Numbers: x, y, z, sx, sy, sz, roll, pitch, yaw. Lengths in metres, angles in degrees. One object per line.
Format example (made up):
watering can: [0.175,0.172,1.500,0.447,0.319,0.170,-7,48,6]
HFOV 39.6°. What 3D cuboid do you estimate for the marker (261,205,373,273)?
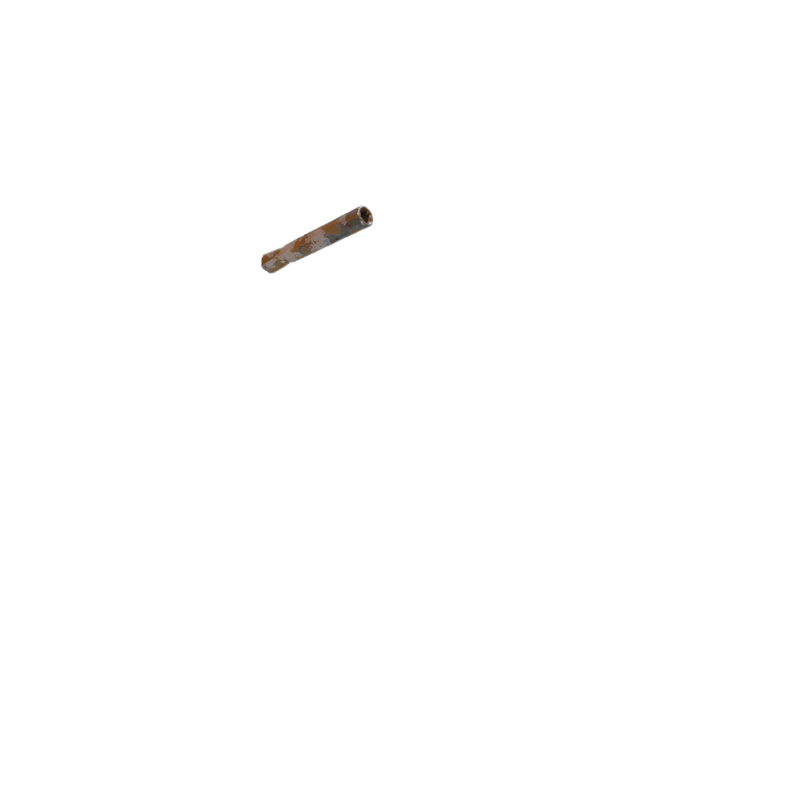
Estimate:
marker: [-0.073,-0.134,0.938,0.122,0.020,0.019,-20,-9,37]
